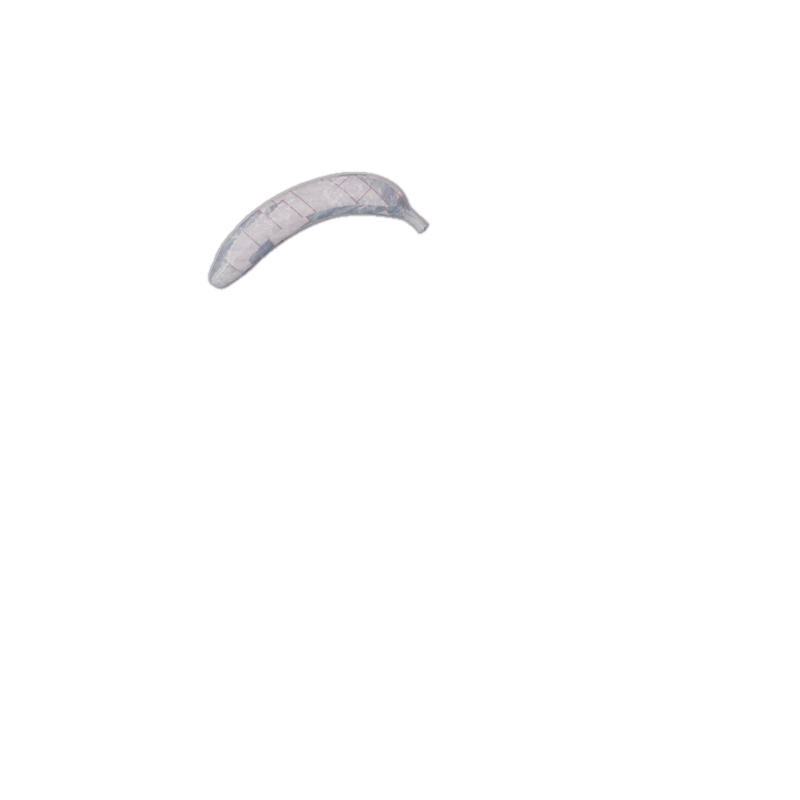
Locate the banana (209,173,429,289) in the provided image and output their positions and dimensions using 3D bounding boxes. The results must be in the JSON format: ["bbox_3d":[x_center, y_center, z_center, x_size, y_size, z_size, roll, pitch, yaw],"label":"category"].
[{"bbox_3d":[-0.077,-0.155,0.962,0.197,0.073,0.035,-17,-15,-5],"label":"banana"}]
